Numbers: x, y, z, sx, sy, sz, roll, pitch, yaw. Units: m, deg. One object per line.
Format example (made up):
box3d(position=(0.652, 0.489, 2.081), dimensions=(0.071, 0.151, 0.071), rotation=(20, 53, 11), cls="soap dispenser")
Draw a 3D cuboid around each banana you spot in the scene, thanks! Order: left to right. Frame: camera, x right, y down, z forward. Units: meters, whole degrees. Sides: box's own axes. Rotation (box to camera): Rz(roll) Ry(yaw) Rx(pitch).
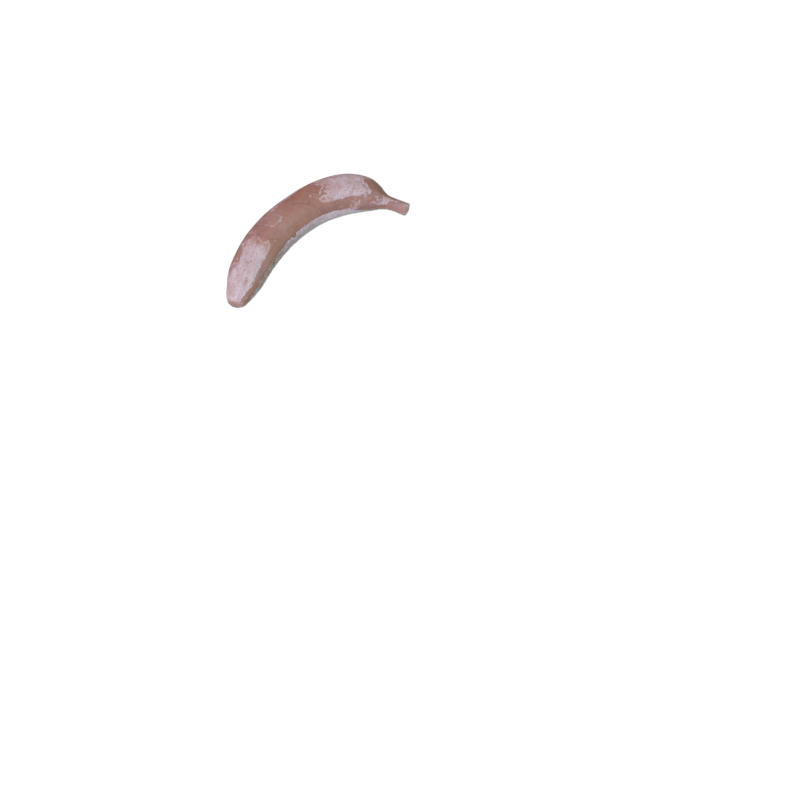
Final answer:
box3d(position=(-0.085, -0.152, 0.976), dimensions=(0.198, 0.034, 0.074), rotation=(-34, 60, -24), cls="banana")
